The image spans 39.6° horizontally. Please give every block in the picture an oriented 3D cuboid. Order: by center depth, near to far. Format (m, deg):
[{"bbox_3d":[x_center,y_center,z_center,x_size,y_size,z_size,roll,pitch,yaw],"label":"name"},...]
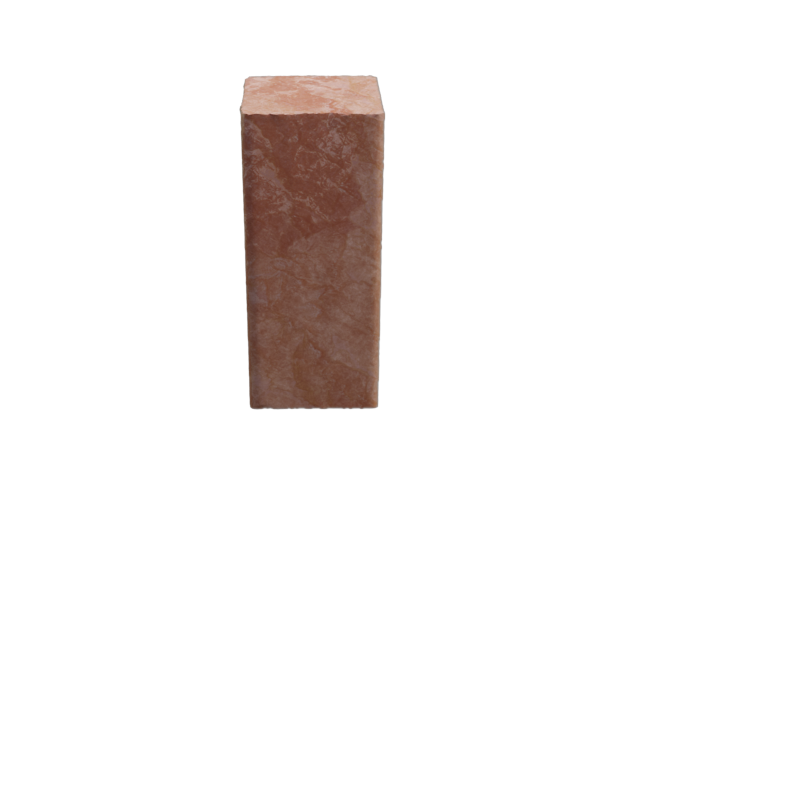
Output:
[{"bbox_3d":[-0.059,-0.106,0.743,0.090,0.195,0.096,0,26,-4],"label":"block"}]
